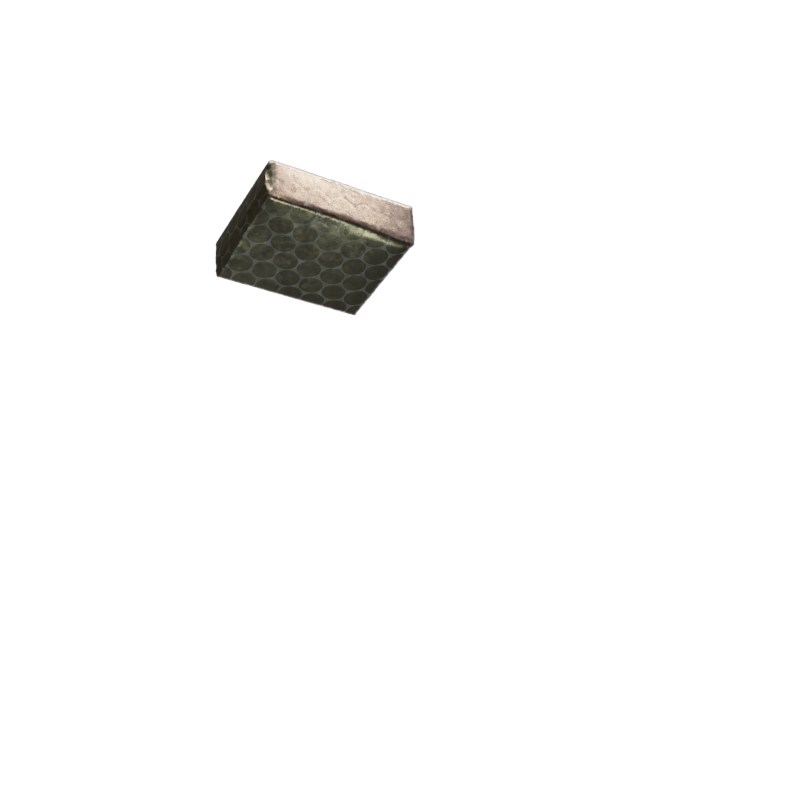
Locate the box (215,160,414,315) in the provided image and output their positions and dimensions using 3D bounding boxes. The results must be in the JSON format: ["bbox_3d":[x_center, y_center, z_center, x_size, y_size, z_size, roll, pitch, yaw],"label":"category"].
[{"bbox_3d":[-0.060,-0.109,0.763,0.109,0.042,0.087,18,-41,-22],"label":"box"}]
